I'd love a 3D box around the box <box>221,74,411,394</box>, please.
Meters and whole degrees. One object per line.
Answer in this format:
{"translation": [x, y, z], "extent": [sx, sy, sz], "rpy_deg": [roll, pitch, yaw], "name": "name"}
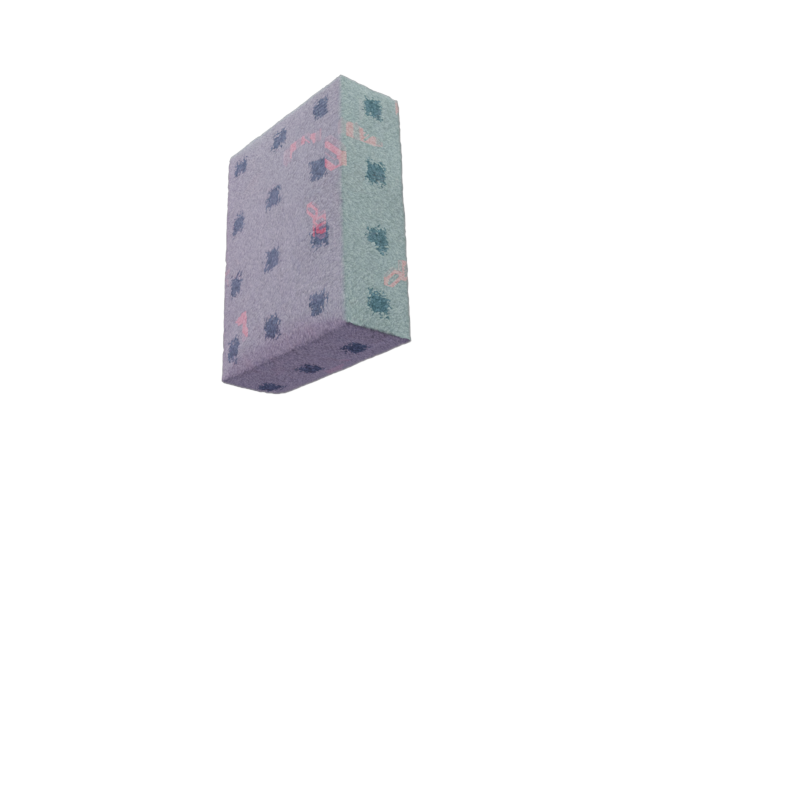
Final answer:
{"translation": [-0.070, -0.128, 0.898], "extent": [0.068, 0.226, 0.164], "rpy_deg": [18, -30, -37], "name": "box"}
